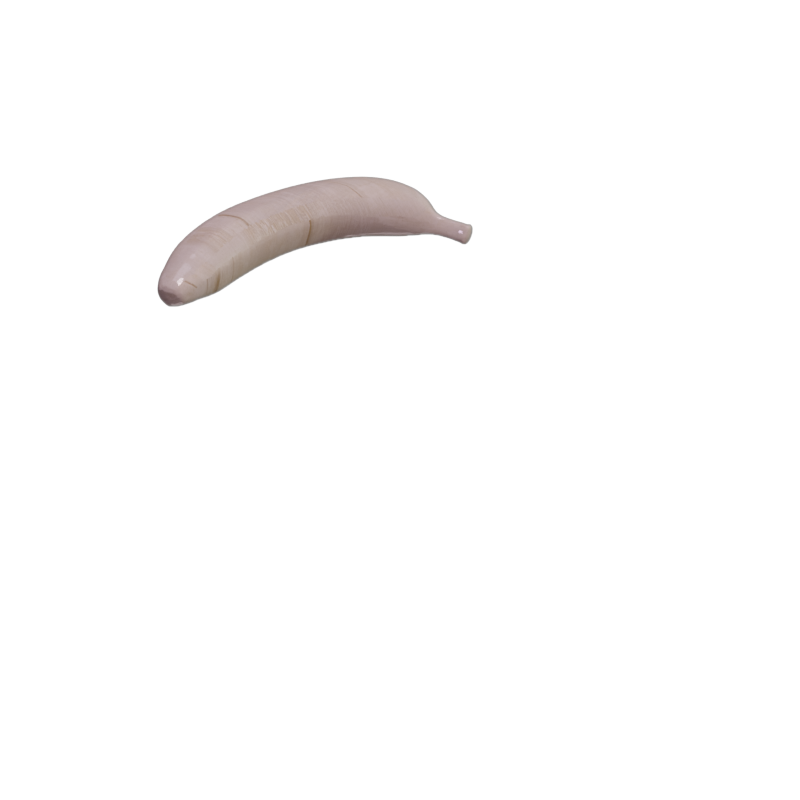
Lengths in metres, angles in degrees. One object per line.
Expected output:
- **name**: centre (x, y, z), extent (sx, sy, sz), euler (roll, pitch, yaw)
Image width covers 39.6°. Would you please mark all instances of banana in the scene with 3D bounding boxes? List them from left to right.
- **banana**: centre (-0.055, -0.096, 0.625), extent (0.195, 0.035, 0.075), euler (-18, 34, -29)
